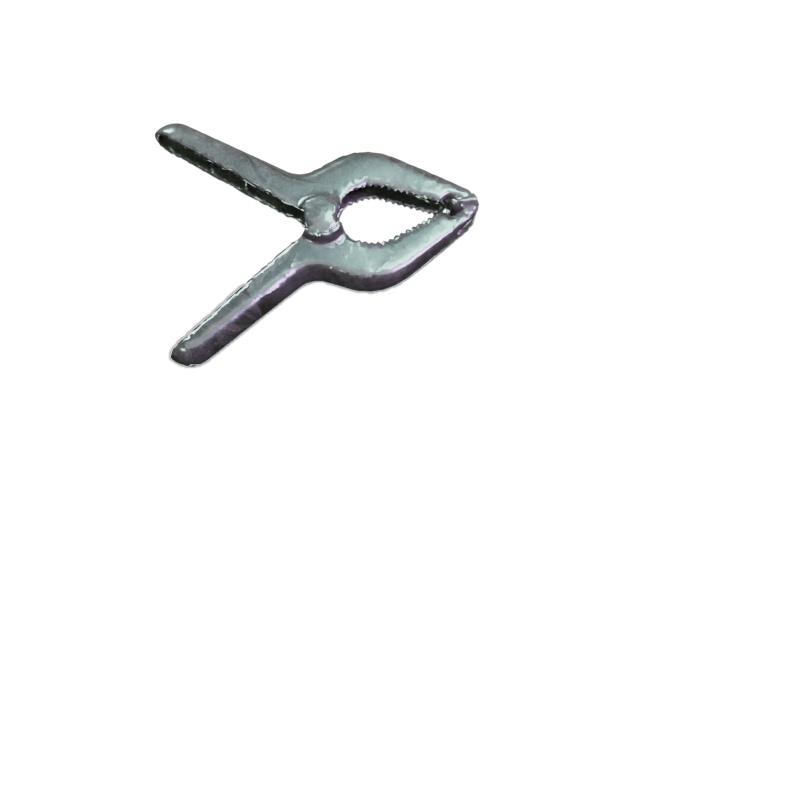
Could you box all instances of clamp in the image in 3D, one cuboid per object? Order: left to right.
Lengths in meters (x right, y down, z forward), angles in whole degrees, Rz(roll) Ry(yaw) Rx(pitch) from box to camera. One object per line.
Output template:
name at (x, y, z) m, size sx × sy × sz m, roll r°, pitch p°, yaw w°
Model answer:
clamp at (-0.055, -0.101, 0.707) m, size 0.210 × 0.172 × 0.035 m, roll 0°, pitch -20°, yaw 0°
